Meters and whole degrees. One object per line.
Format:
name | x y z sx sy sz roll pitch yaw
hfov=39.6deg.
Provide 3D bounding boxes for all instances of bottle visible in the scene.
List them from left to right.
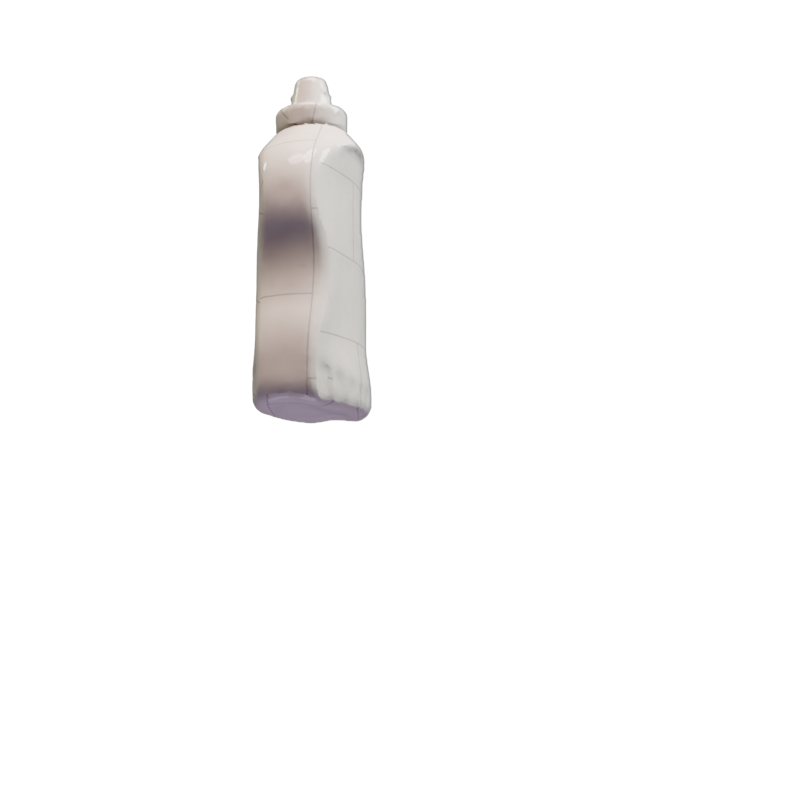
bottle | -0.048 -0.088 0.613 0.059 0.199 0.091 -5 -14 16
